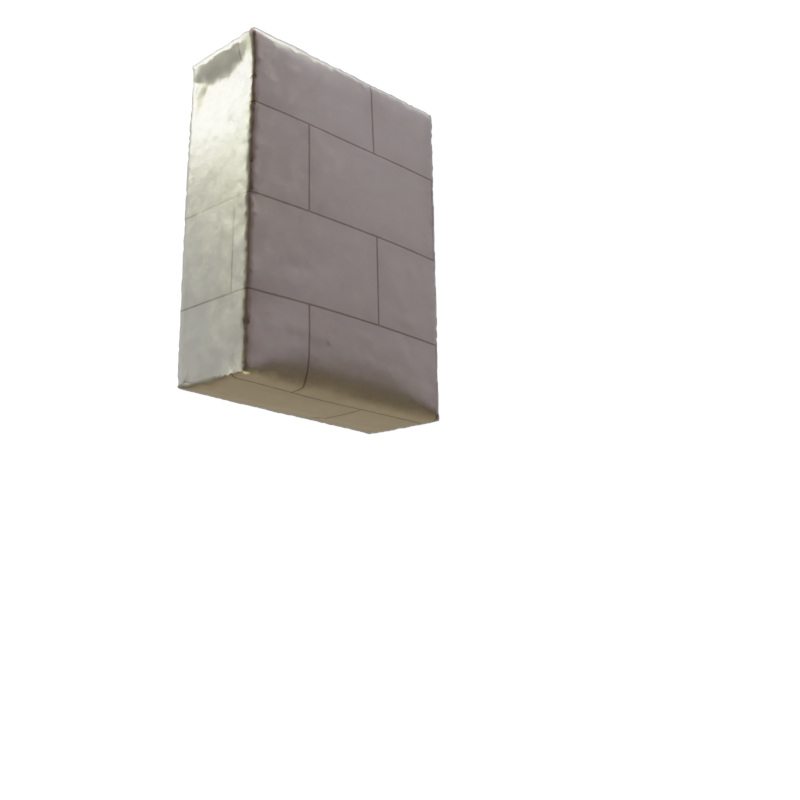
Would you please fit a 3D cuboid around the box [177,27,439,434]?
[{"bbox_3d":[-0.054,-0.098,0.690,0.073,0.224,0.155,-20,-26,41],"label":"box"}]
